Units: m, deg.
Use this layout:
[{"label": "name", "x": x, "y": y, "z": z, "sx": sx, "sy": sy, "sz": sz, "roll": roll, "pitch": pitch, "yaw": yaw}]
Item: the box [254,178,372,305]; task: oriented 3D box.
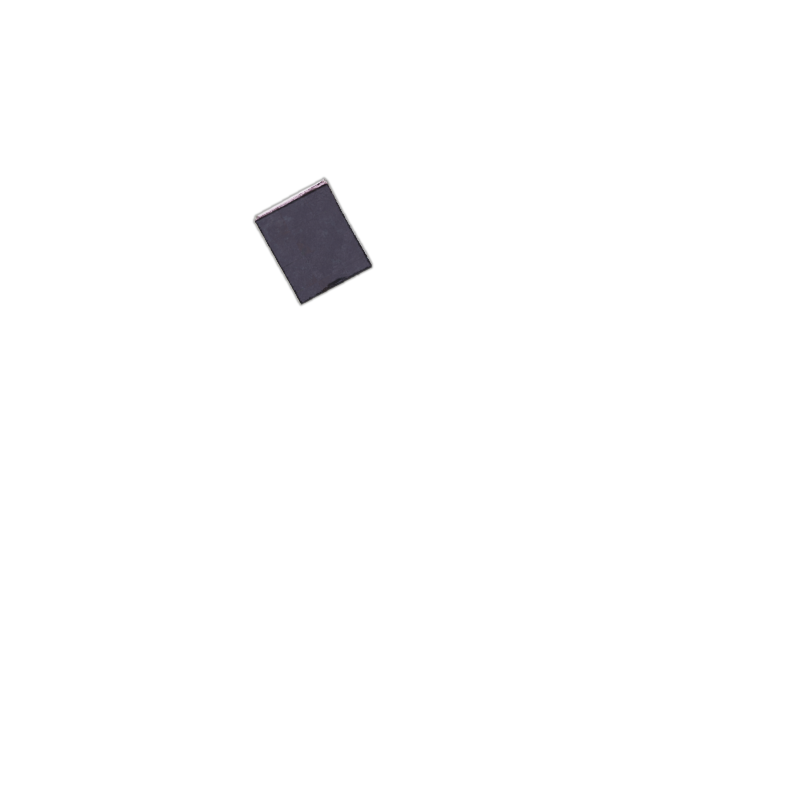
[{"label": "box", "x": -0.077, "y": -0.140, "z": 0.981, "sx": 0.073, "sy": 0.087, "sz": 0.031, "roll": -28, "pitch": 8, "yaw": 4}]
